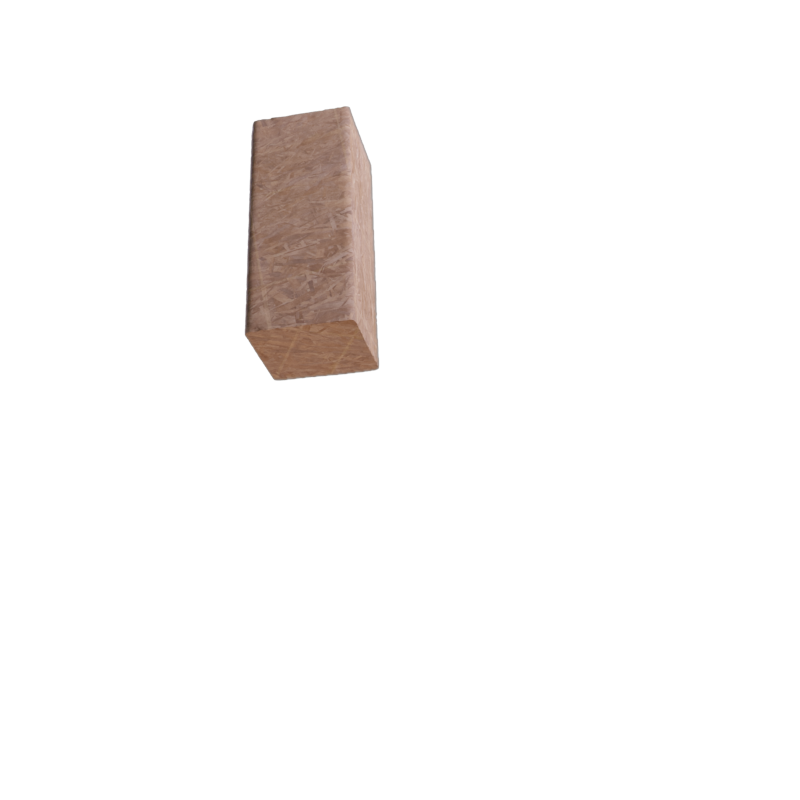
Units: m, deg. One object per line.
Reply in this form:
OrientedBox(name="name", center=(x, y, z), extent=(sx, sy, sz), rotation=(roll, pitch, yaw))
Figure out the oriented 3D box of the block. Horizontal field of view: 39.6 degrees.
OrientedBox(name="block", center=(-0.073, -0.132, 0.924), extent=(0.091, 0.220, 0.084), rotation=(-8, -30, 10))
